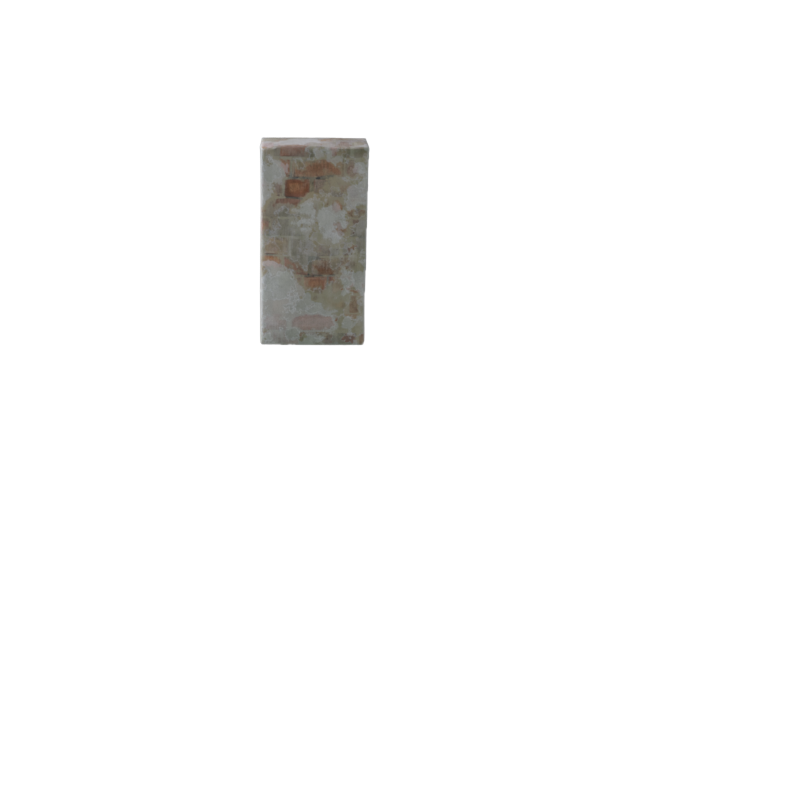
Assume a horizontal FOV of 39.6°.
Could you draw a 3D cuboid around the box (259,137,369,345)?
[{"bbox_3d":[-0.075,-0.136,0.953,0.093,0.169,0.050,0,19,-3],"label":"box"}]
